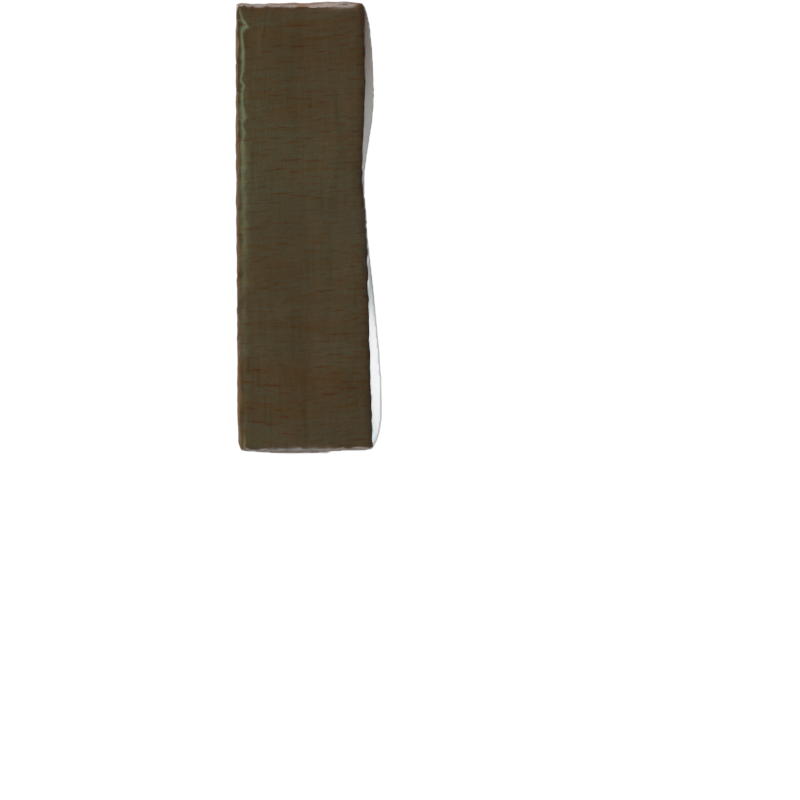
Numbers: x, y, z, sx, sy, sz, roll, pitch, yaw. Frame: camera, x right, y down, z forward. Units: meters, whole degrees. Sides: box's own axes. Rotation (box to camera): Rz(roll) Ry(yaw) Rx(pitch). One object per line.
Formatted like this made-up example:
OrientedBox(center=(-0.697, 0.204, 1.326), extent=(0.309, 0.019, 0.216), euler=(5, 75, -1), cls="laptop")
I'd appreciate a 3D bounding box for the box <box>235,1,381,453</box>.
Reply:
OrientedBox(center=(-0.047, -0.085, 0.595), extent=(0.072, 0.217, 0.162), euler=(0, -4, -1), cls="box")
